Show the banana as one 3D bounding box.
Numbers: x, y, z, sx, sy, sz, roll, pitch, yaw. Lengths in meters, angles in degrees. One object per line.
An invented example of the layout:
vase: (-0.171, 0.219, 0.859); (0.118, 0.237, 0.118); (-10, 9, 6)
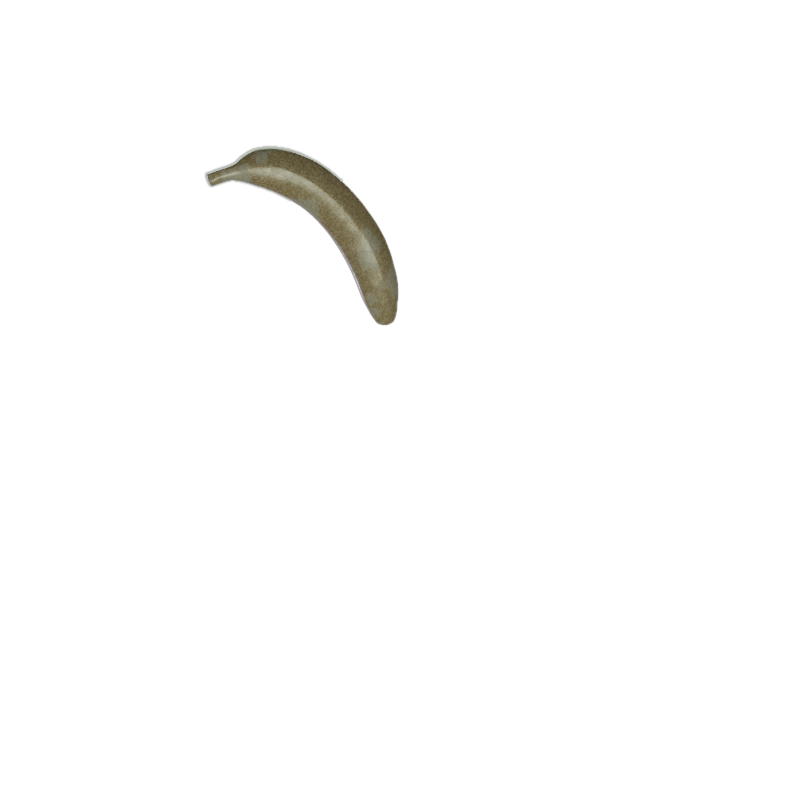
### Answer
banana: (-0.060, -0.143, 0.892); (0.191, 0.069, 0.039); (40, 17, -15)
